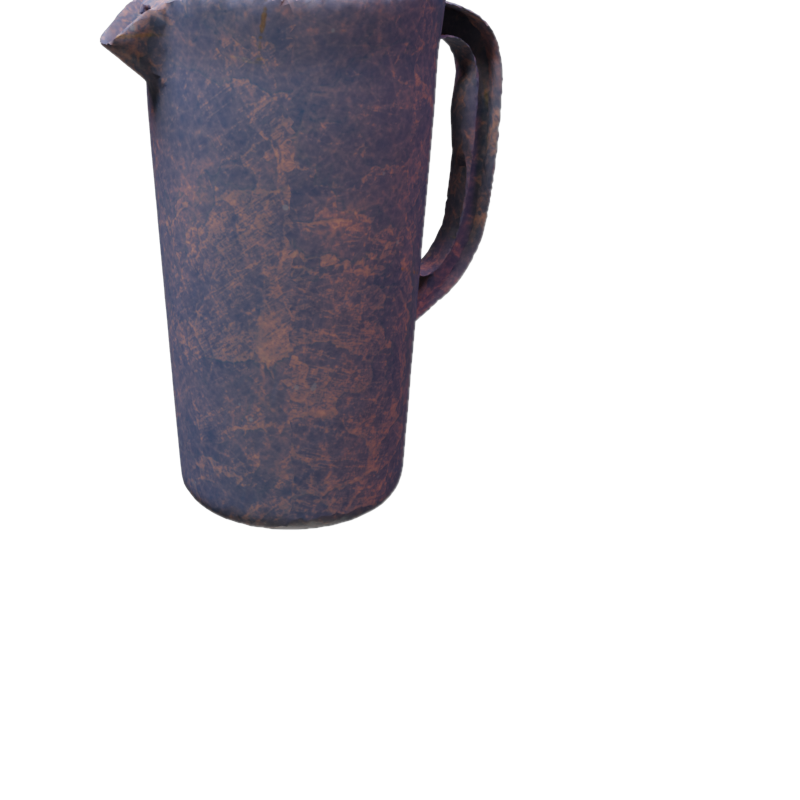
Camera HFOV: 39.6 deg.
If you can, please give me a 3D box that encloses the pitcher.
[{"bbox_3d":[-0.040,-0.073,0.513,0.153,0.233,0.147,6,19,15],"label":"pitcher"}]
